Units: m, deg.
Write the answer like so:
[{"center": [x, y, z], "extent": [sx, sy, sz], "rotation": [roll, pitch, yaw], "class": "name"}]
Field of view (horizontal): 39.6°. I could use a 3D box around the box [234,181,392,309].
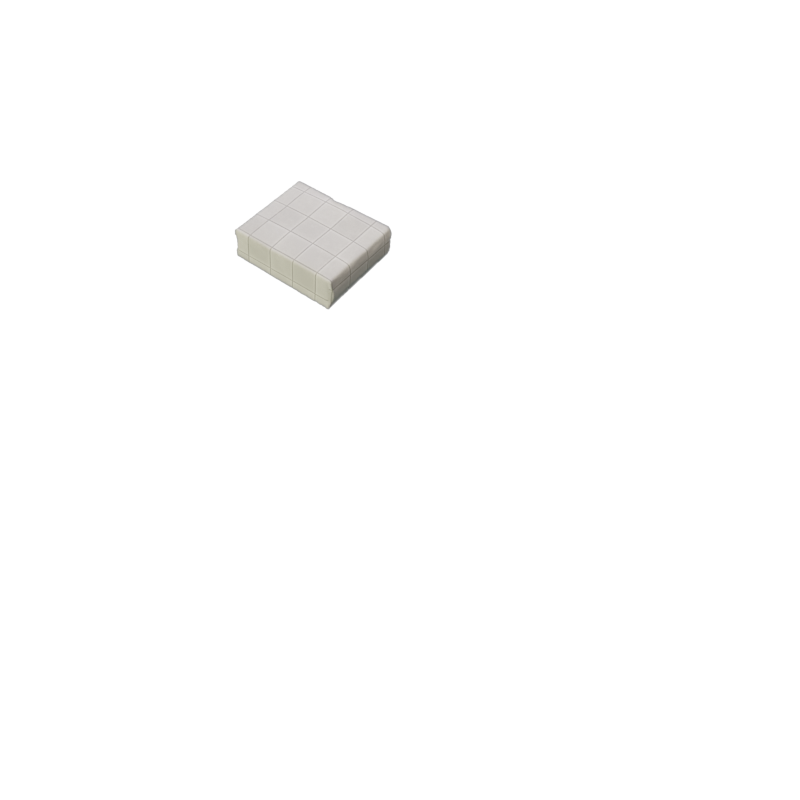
[{"center": [-0.063, -0.115, 0.804], "extent": [0.094, 0.028, 0.074], "rotation": [30, 53, 25], "class": "box"}]
